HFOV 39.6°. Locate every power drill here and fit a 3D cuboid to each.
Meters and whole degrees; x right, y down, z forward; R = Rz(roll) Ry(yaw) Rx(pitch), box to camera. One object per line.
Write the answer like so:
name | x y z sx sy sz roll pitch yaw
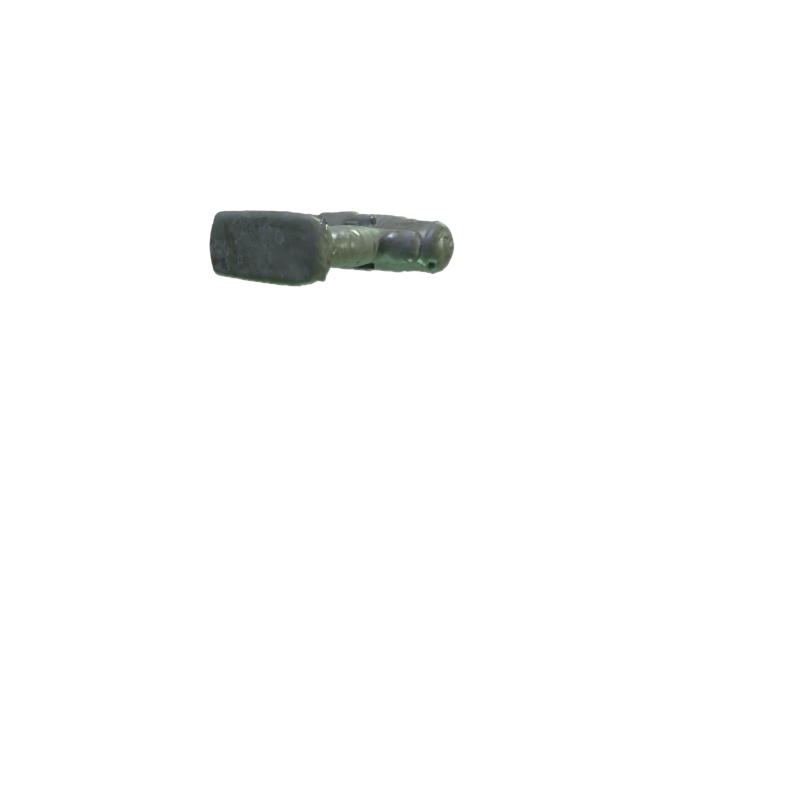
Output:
power drill | -0.073 -0.134 0.937 0.192 0.056 0.183 7 13 33
